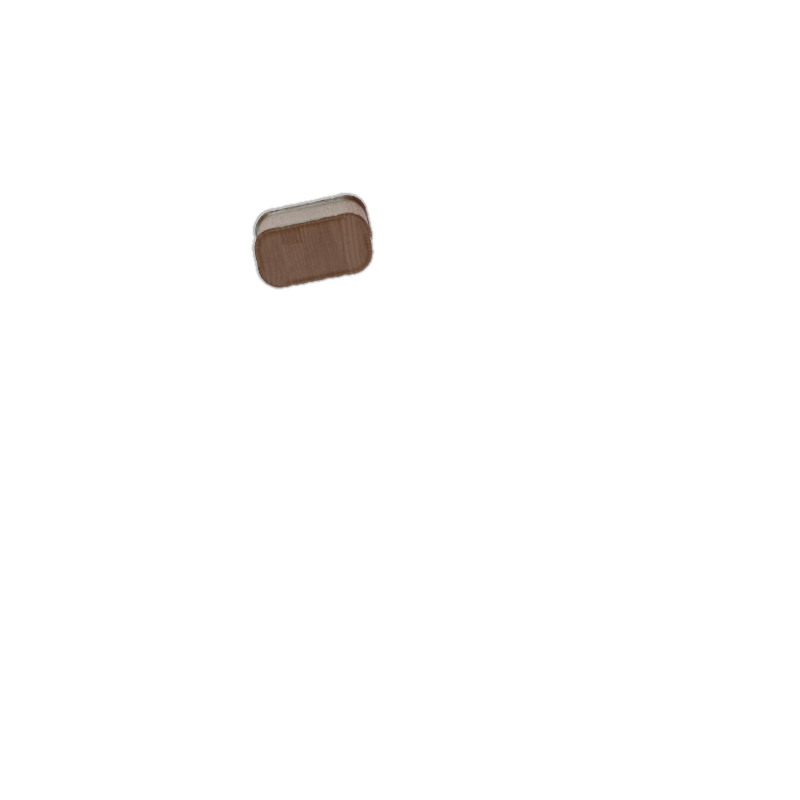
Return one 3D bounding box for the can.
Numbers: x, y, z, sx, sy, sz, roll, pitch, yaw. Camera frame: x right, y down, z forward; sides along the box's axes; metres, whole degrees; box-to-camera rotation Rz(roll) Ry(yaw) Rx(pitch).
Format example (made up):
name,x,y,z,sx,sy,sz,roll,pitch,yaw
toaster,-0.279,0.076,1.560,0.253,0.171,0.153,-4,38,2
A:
name,x,y,z,sx,sy,sz,roll,pitch,yaw
can,-0.074,-0.134,0.941,0.102,0.056,0.087,-12,16,1
